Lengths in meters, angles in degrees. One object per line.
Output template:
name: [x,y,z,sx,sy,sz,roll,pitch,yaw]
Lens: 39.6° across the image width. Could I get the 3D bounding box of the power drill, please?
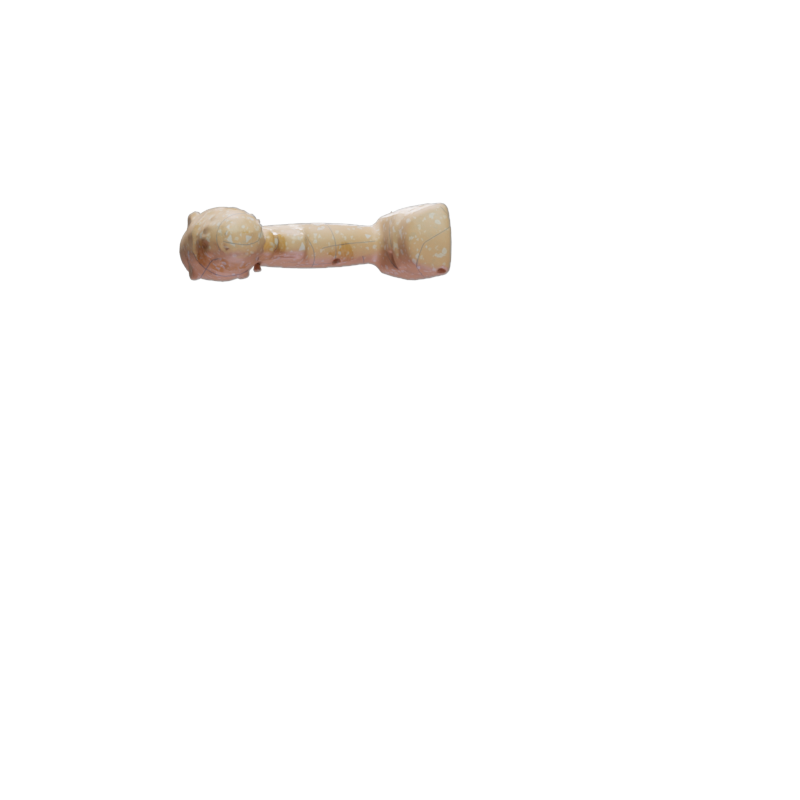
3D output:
power drill: [-0.063,-0.114,0.799,0.184,0.057,0.189,-2,6,-14]
